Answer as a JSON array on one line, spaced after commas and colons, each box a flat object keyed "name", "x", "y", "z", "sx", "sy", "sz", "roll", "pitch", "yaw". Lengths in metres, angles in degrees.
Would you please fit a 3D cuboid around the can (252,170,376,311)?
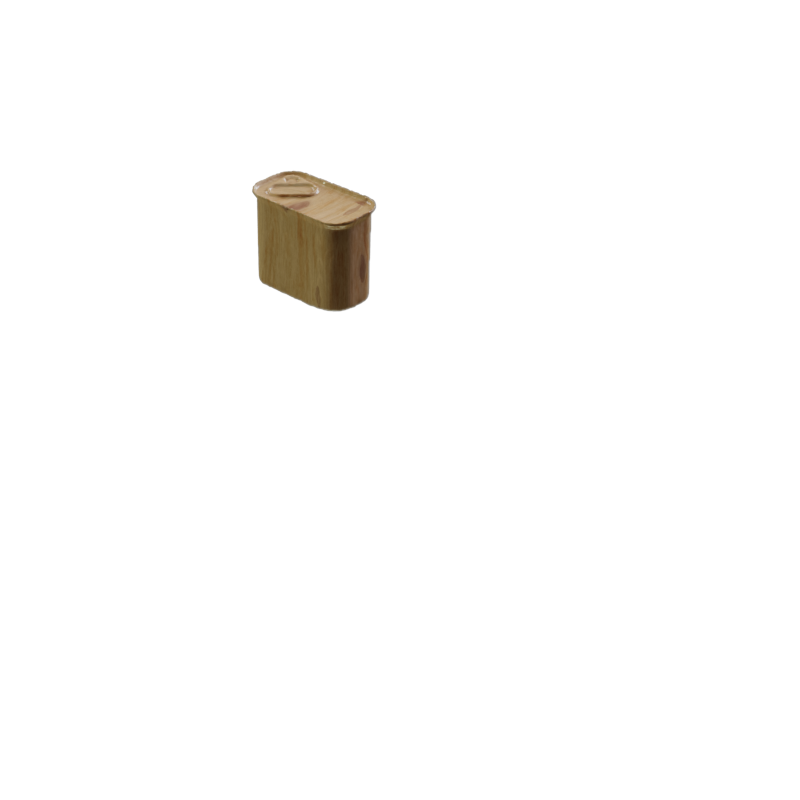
[{"name": "can", "x": -0.070, "y": -0.128, "z": 0.895, "sx": 0.108, "sy": 0.079, "sz": 0.057, "roll": 26, "pitch": 39, "yaw": 33}]
